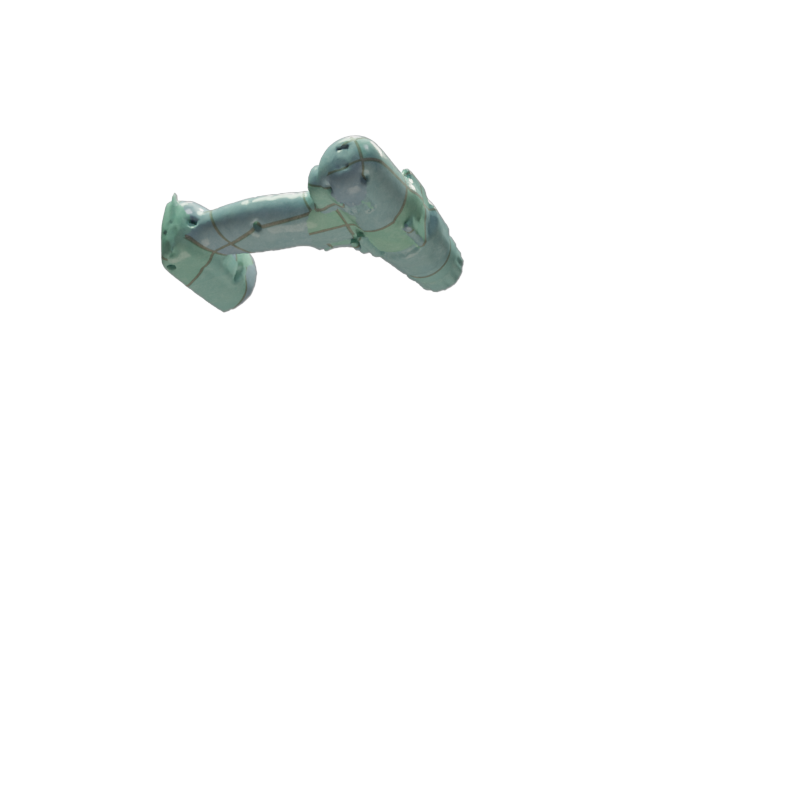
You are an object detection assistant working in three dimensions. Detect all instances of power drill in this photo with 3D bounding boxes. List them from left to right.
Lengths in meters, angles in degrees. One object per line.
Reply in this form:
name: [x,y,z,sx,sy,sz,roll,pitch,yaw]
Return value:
power drill: [-0.063,-0.114,0.801,0.190,0.061,0.171,-11,-27,22]
